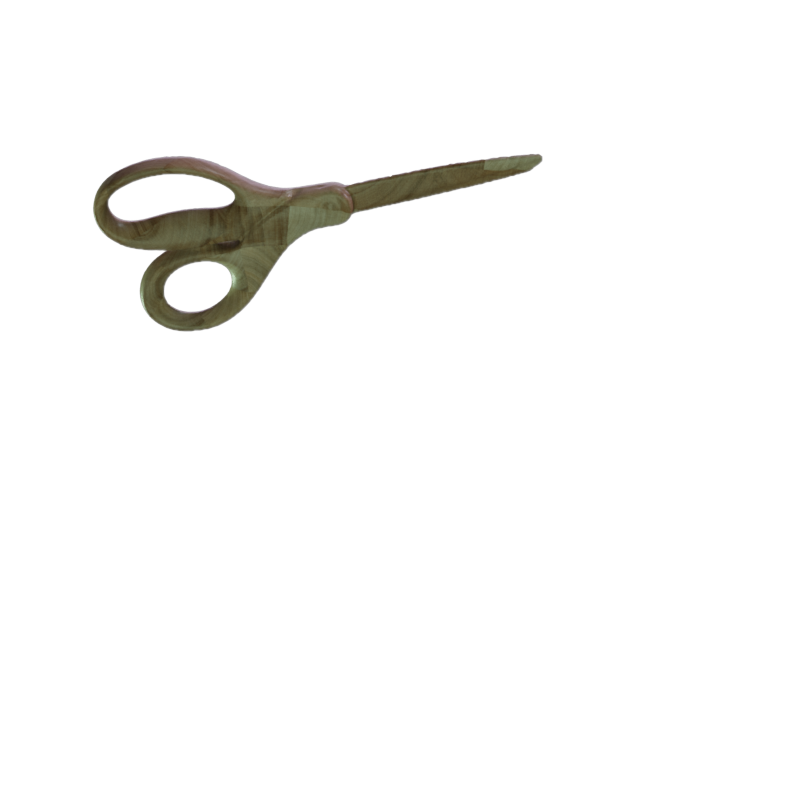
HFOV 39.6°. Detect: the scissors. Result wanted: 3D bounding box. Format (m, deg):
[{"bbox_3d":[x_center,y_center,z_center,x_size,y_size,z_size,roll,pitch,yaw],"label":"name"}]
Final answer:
[{"bbox_3d":[-0.040,-0.073,0.514,0.201,0.091,0.017,2,30,-1],"label":"scissors"}]
